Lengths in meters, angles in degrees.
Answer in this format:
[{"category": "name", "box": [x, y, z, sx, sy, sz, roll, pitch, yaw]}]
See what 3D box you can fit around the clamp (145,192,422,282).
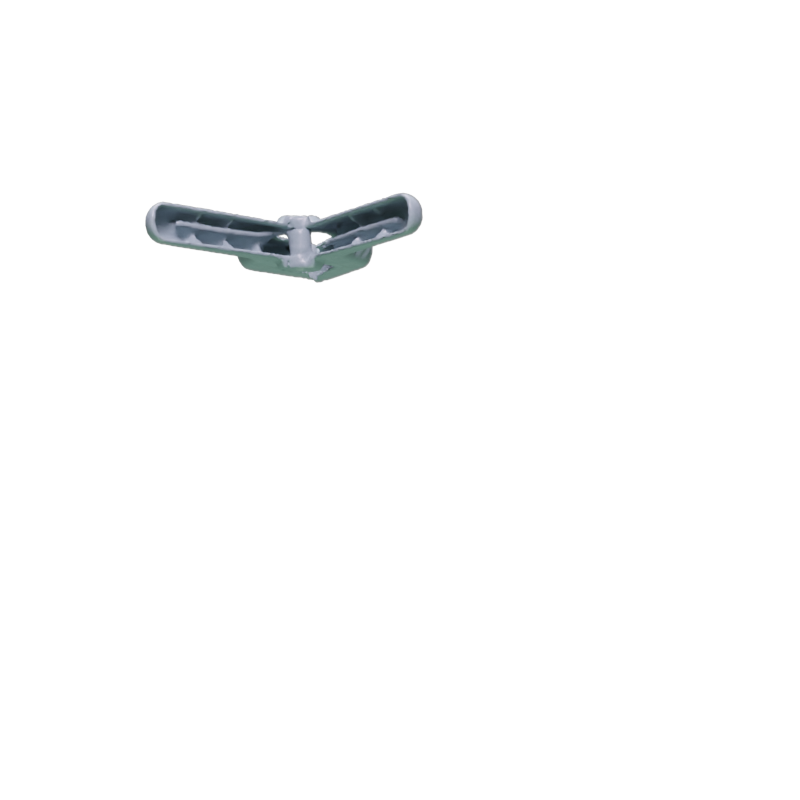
[{"category": "clamp", "box": [-0.058, -0.105, 0.739, 0.167, 0.037, 0.204, 0, -2, 10]}]
